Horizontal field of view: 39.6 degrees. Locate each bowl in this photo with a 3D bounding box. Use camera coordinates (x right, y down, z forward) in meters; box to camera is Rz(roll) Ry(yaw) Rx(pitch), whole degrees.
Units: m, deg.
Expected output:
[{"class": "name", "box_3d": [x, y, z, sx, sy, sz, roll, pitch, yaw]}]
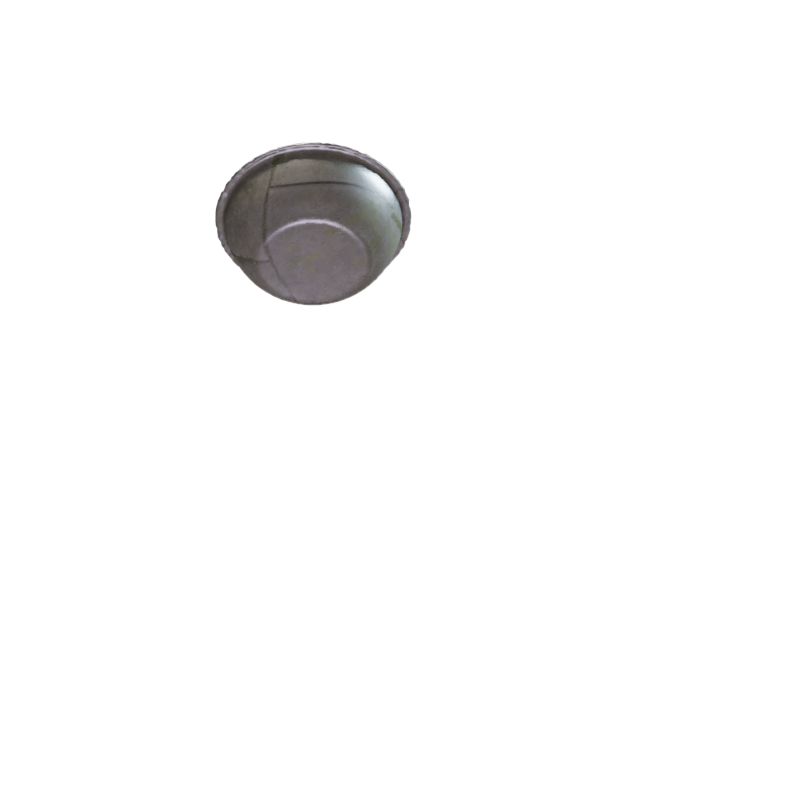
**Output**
[{"class": "bowl", "box_3d": [-0.070, -0.128, 0.896, 0.162, 0.151, 0.059, 1, 45, -1]}]
